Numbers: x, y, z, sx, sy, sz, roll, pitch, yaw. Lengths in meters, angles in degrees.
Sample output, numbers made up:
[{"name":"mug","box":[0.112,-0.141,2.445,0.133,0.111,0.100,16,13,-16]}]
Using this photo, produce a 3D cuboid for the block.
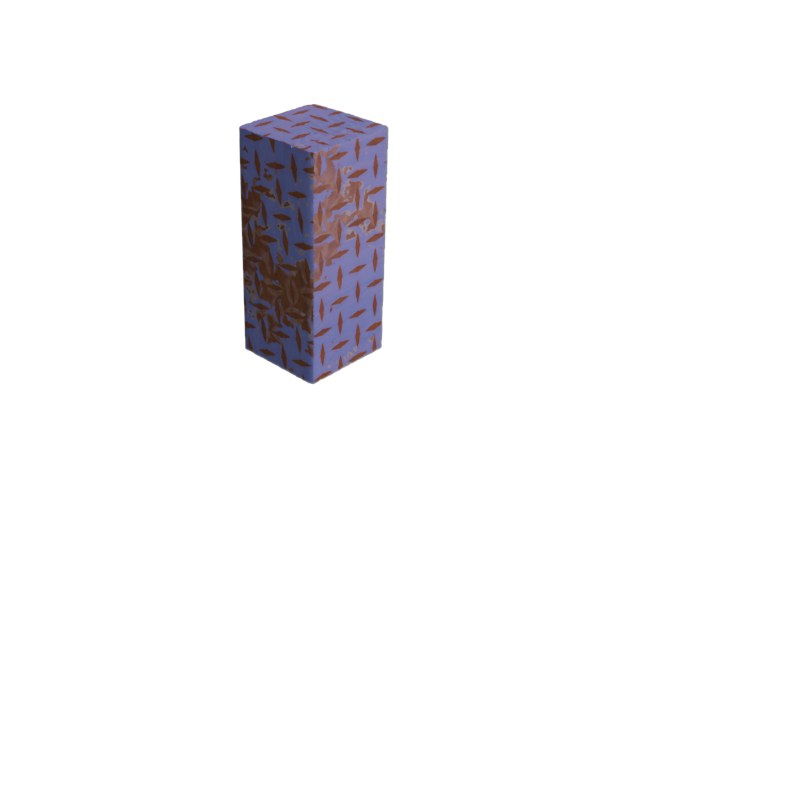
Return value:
[{"name":"block","box":[-0.074,-0.134,0.938,0.096,0.195,0.090,24,35,36]}]
